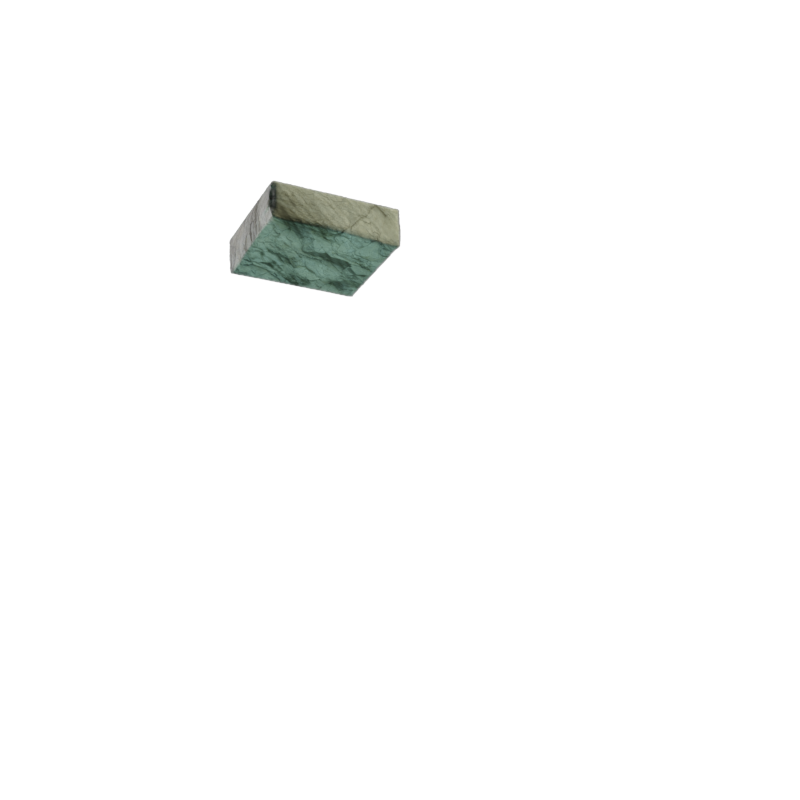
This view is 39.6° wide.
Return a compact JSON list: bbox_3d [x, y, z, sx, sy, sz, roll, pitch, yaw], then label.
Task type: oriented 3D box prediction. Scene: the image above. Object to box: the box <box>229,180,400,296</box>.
[{"bbox_3d":[-0.069,-0.126,0.881,0.109,0.041,0.088,12,-30,-23],"label":"box"}]
